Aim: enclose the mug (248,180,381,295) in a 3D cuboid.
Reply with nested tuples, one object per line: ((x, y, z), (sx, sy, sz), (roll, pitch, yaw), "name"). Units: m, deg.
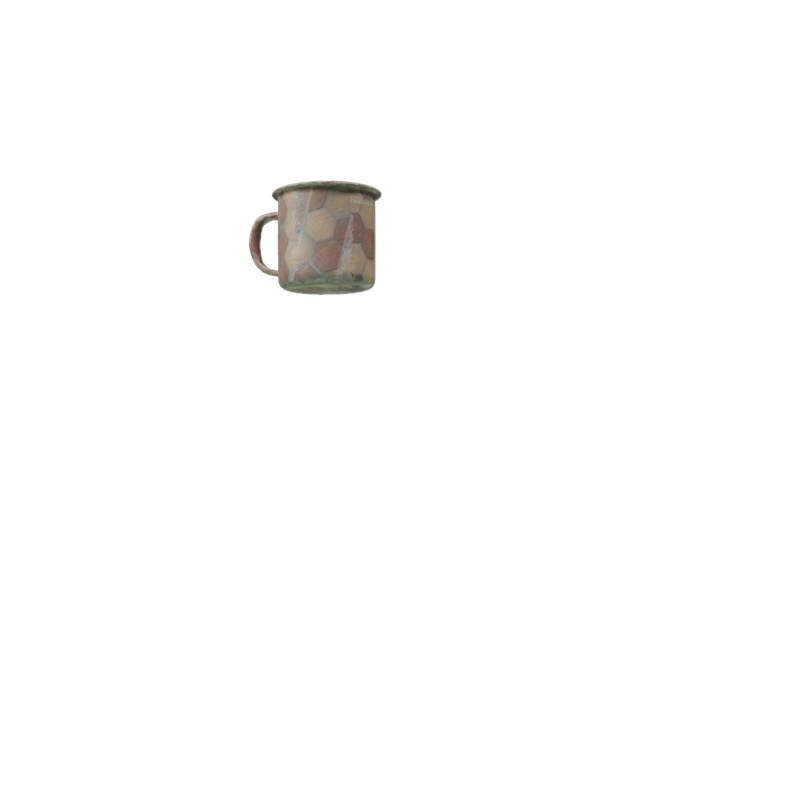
((-0.073, -0.133, 0.932), (0.120, 0.083, 0.089), (-2, -7, 18), "mug")
